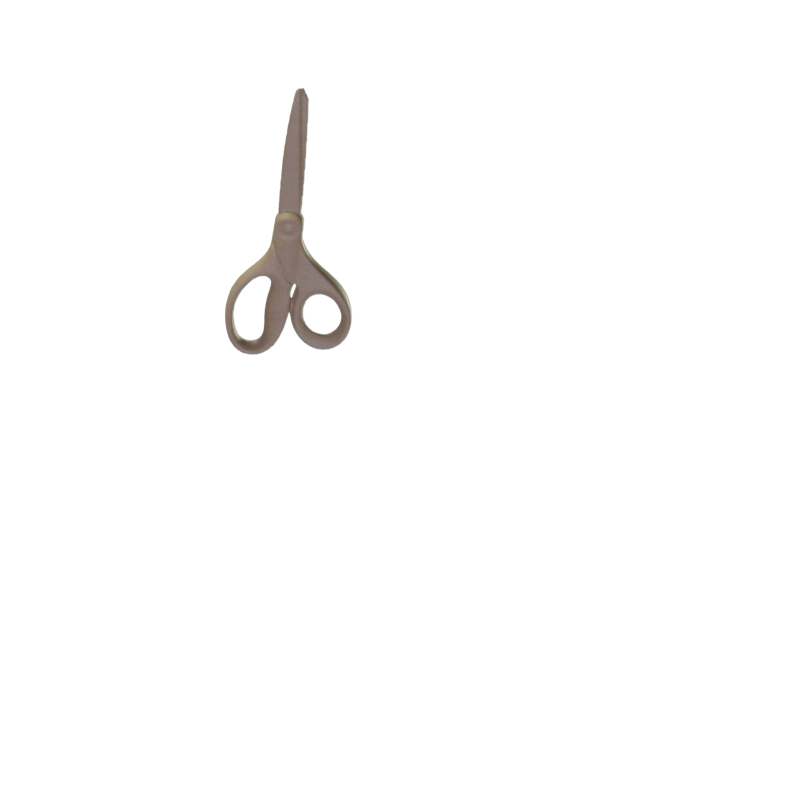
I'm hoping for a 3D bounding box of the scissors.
[{"bbox_3d":[-0.057,-0.105,0.734,0.094,0.193,0.017,19,33,-13],"label":"scissors"}]
